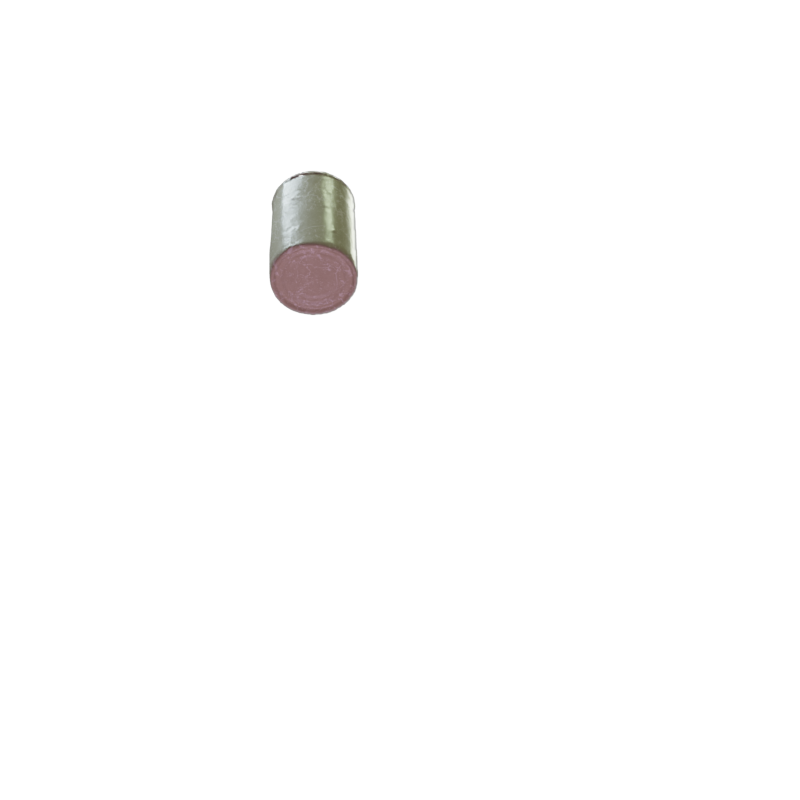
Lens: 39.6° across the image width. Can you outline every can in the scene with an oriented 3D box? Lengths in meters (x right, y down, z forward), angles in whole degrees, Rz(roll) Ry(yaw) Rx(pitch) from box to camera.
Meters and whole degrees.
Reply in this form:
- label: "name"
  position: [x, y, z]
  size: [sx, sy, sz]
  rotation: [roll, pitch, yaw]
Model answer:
- label: "can"
  position: [-0.067, -0.123, 0.862]
  size: [0.068, 0.064, 0.110]
  rotation: [-1, 40, -3]
